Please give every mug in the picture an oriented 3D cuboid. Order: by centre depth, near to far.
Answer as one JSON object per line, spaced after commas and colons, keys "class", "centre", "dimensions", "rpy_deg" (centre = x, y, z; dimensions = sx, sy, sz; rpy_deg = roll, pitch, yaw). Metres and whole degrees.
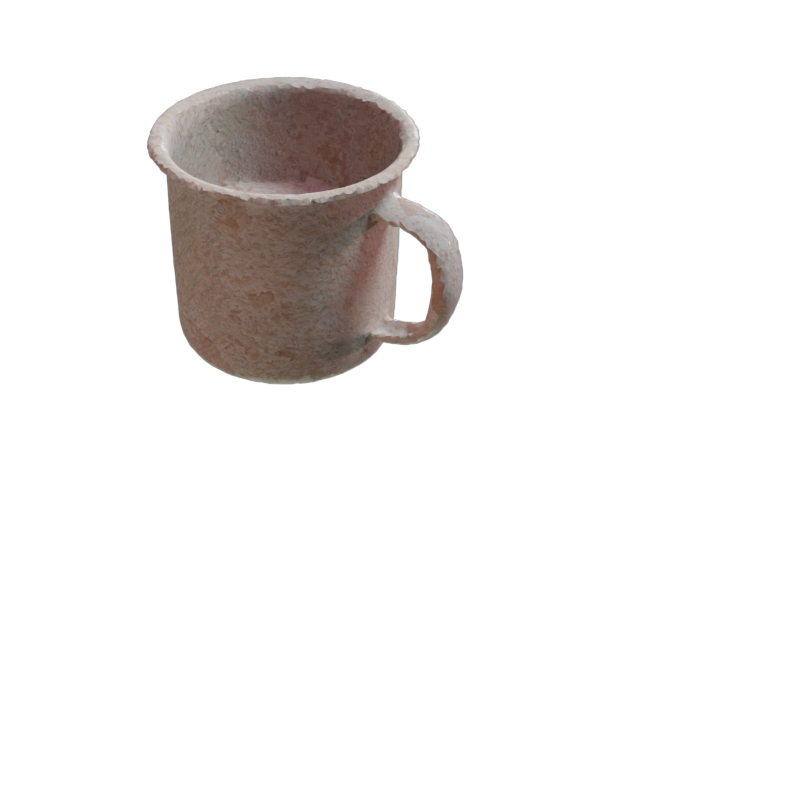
{"class": "mug", "centre": [-0.031, -0.056, 0.395], "dimensions": [0.123, 0.076, 0.095], "rpy_deg": [21, 41, 24]}
